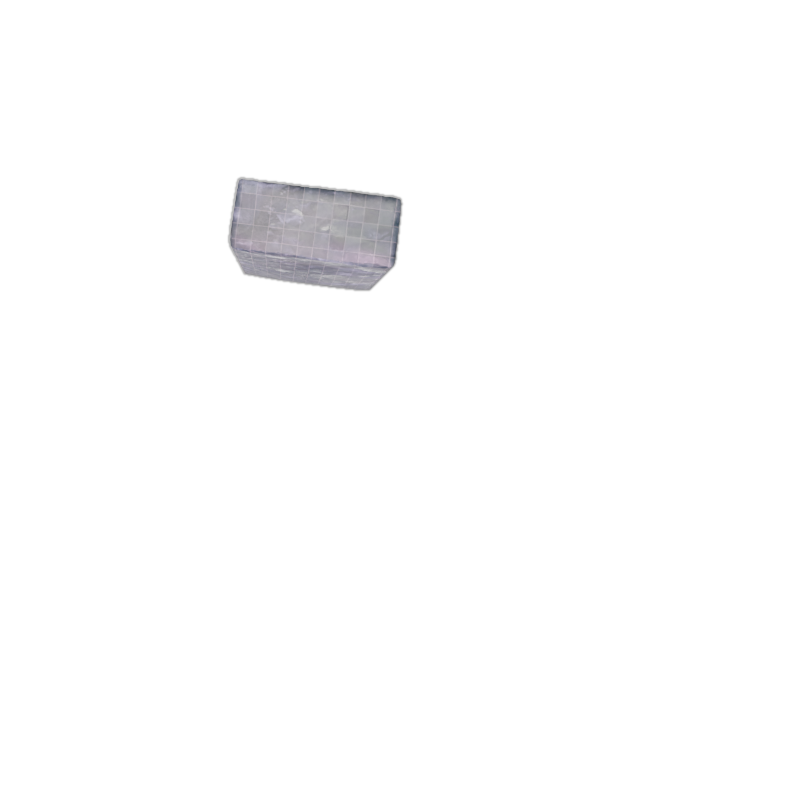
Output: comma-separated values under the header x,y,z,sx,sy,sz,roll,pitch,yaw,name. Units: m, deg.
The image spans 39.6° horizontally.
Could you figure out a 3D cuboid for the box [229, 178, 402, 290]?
x,y,z,sx,sy,sz,roll,pitch,yaw,name
-0.054,-0.098,0.685,0.093,0.048,0.176,7,3,-4,box
